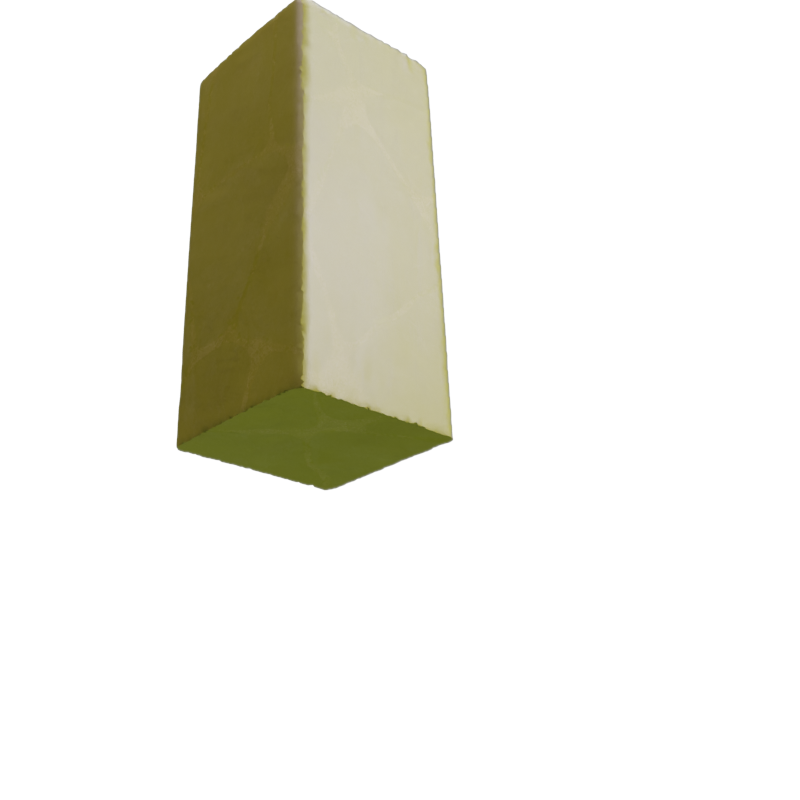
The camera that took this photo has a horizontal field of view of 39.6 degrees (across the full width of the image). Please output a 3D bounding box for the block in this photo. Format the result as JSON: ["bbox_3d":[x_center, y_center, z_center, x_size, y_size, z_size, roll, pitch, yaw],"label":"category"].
[{"bbox_3d":[-0.042,-0.077,0.535,0.085,0.219,0.090,22,-37,-36],"label":"block"}]
